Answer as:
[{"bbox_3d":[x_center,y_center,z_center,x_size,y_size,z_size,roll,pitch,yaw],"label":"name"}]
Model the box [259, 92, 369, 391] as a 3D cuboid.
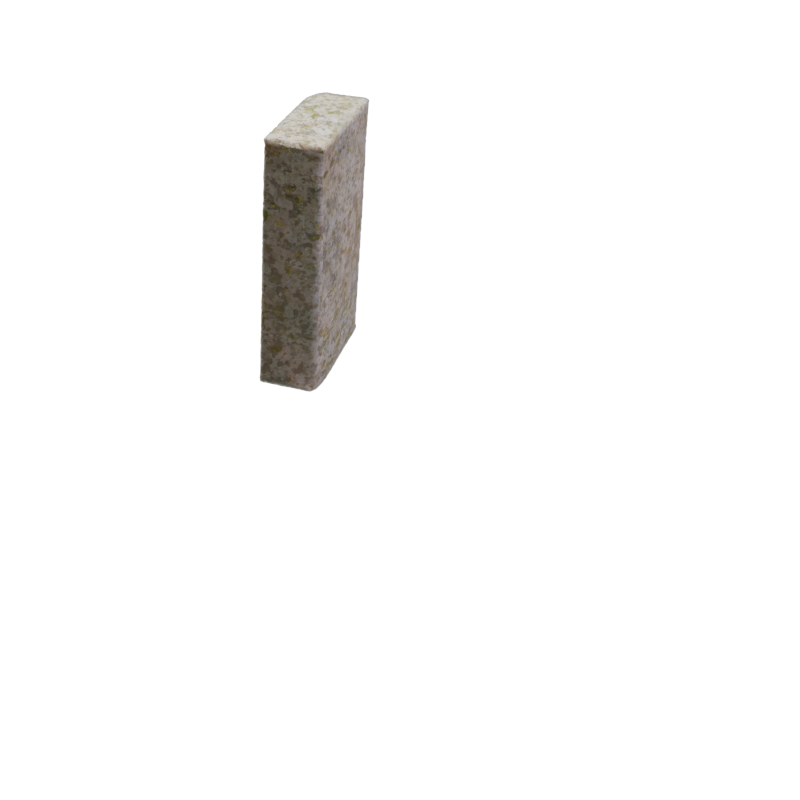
[{"bbox_3d":[-0.057,-0.104,0.724,0.049,0.166,0.097,9,30,13],"label":"box"}]
